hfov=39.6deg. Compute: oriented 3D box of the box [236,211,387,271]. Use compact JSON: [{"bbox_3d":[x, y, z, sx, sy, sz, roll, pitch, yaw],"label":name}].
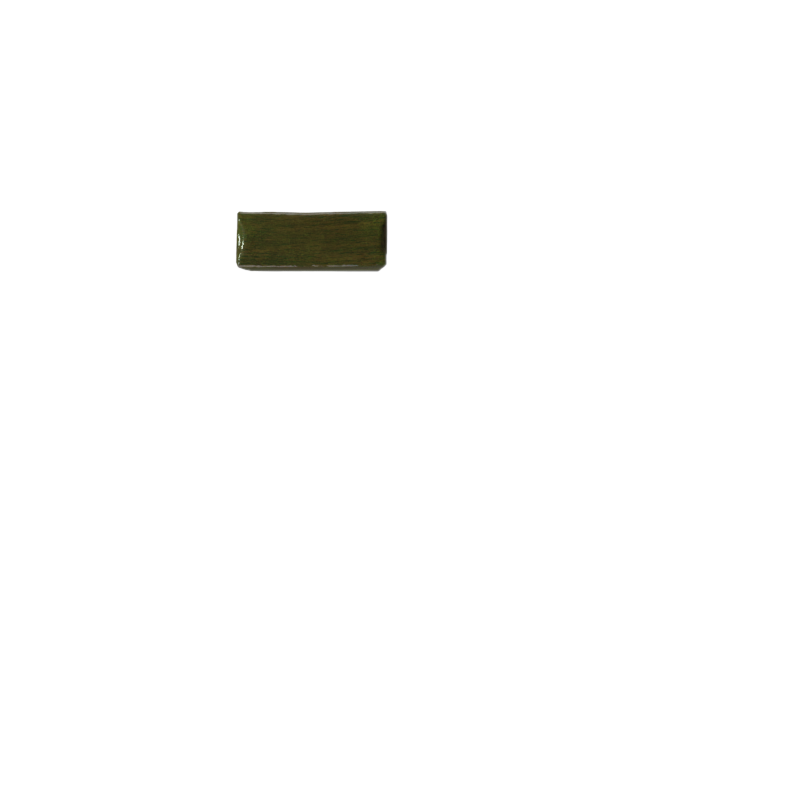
[{"bbox_3d":[-0.045,-0.082,0.575,0.073,0.030,0.090,0,5,-1],"label":"box"}]
